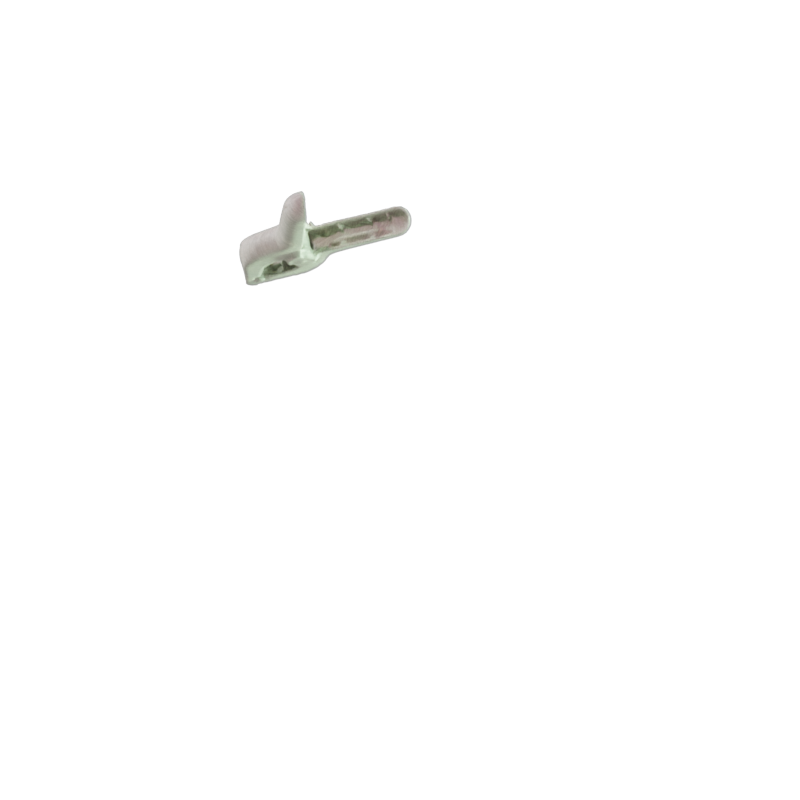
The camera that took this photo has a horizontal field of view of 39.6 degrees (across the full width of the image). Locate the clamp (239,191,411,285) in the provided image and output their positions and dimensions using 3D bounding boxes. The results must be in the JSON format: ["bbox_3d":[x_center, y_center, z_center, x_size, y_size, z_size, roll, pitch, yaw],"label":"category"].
[{"bbox_3d":[-0.074,-0.135,0.945,0.115,0.041,0.172,7,-14,-29],"label":"clamp"}]
